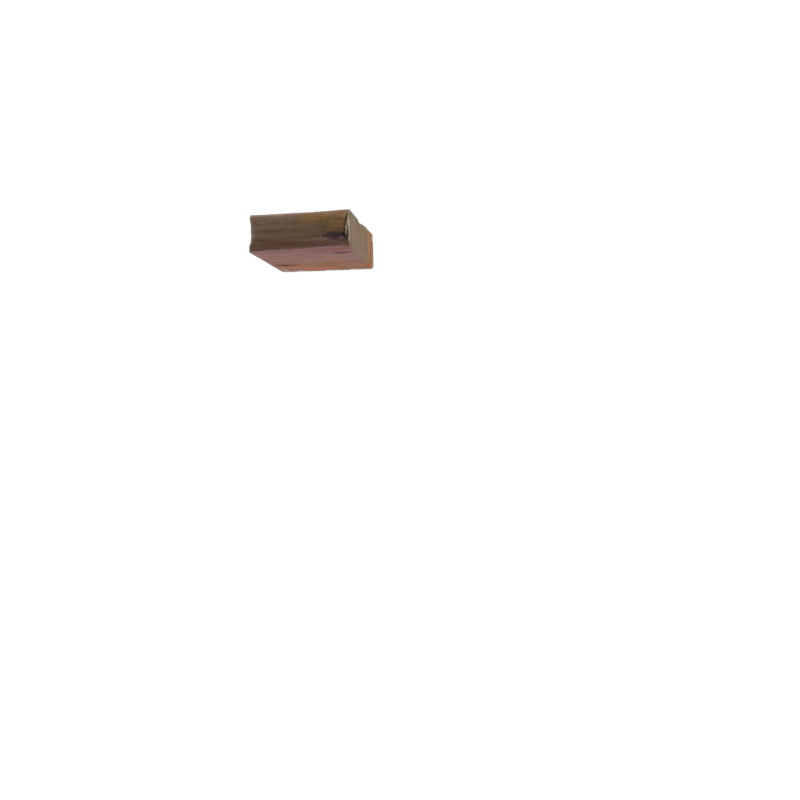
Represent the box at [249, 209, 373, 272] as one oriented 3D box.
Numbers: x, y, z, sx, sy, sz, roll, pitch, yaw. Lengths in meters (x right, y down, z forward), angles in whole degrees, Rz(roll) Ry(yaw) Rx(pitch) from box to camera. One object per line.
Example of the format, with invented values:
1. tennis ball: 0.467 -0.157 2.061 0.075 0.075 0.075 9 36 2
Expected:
1. box: -0.063 -0.116 0.810 0.074 0.031 0.086 -1 -5 12
